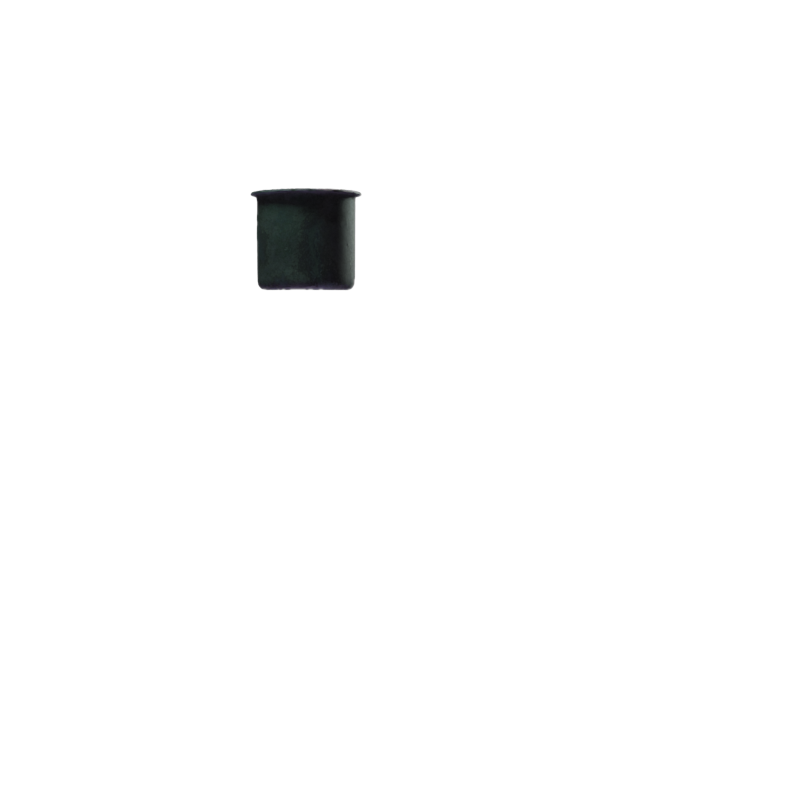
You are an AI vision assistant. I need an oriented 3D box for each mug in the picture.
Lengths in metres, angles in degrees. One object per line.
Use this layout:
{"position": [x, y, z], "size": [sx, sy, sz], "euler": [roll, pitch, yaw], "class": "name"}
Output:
{"position": [-0.073, -0.134, 0.936], "size": [0.096, 0.082, 0.114], "euler": [1, 3, 27], "class": "mug"}
